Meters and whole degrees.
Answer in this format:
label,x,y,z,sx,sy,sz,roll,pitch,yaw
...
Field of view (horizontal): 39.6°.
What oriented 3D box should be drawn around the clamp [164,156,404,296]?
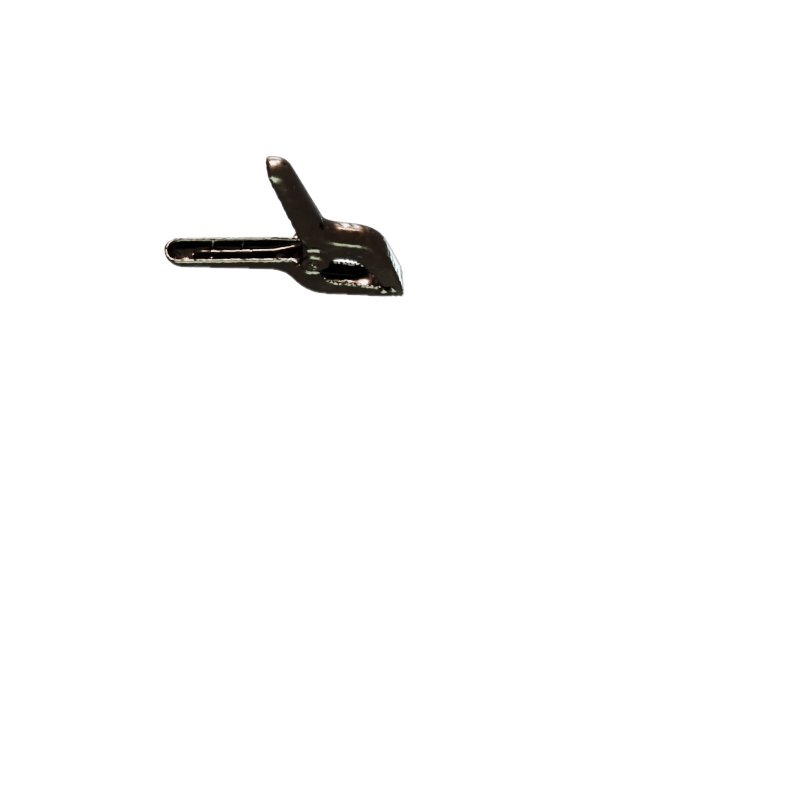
label,x,y,z,sx,sy,sz,roll,pitch,yaw
clamp,-0.074,-0.135,0.945,0.200,0.039,0.162,15,-30,-28
